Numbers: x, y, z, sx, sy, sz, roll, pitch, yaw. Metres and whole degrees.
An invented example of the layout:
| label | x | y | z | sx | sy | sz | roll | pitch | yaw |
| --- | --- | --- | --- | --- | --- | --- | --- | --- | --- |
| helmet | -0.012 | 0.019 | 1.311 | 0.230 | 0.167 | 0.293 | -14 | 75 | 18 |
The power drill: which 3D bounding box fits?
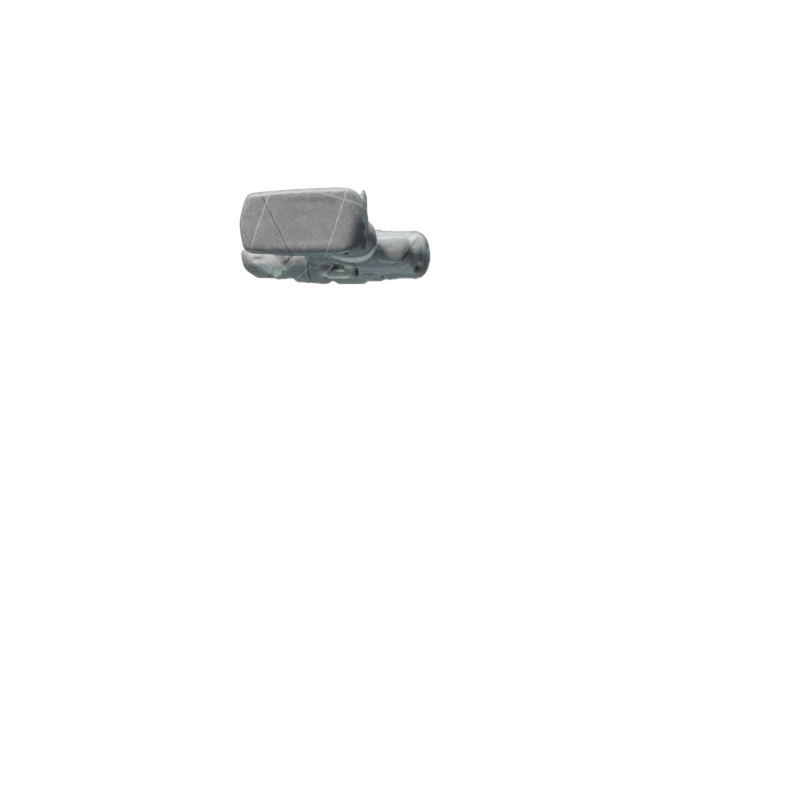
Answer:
| label | x | y | z | sx | sy | sz | roll | pitch | yaw |
| --- | --- | --- | --- | --- | --- | --- | --- | --- | --- |
| power drill | -0.078 | -0.142 | 0.994 | 0.188 | 0.058 | 0.181 | -1 | -3 | 14 |
